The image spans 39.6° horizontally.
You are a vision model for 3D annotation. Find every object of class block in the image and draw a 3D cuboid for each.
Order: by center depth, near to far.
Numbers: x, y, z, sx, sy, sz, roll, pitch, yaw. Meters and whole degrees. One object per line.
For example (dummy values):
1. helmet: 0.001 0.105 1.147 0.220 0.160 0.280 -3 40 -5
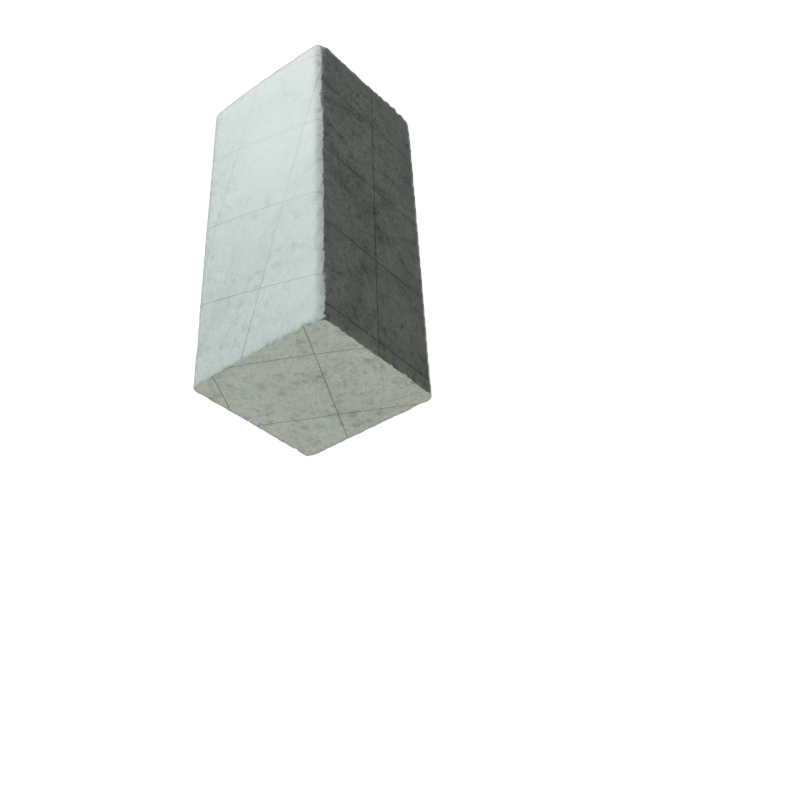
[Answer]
1. block: -0.049 -0.090 0.629 0.090 0.221 0.084 -29 -45 29
